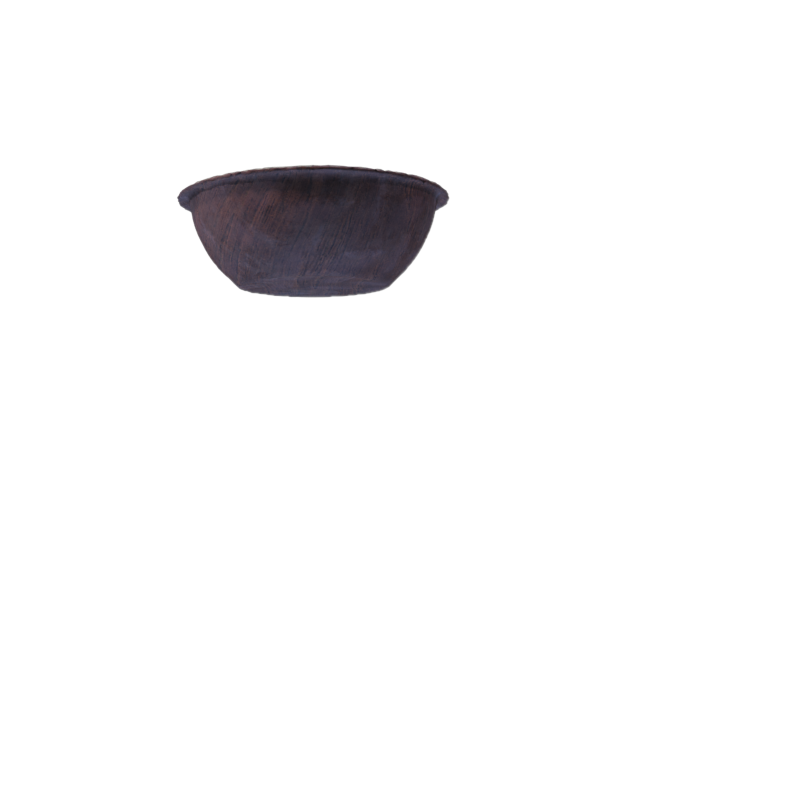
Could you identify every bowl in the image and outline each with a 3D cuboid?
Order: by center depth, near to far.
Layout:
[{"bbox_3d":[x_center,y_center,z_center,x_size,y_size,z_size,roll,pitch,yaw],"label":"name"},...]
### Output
[{"bbox_3d":[-0.052,-0.094,0.660,0.162,0.056,0.160,0,-4,-2],"label":"bowl"}]
